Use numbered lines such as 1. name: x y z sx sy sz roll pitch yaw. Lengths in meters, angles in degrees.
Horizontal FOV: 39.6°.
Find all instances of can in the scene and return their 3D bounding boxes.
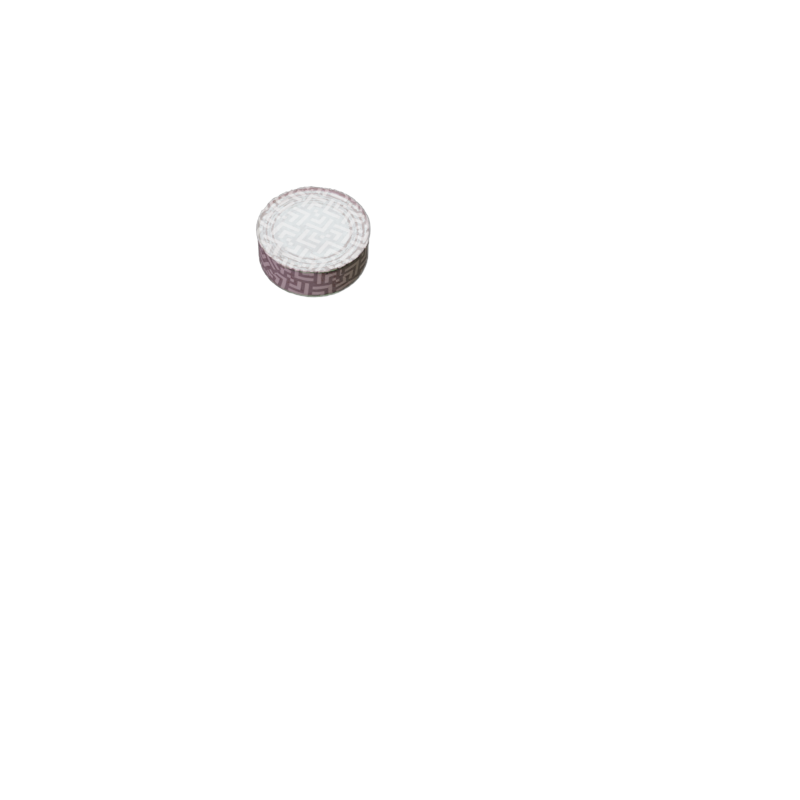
1. can: -0.066 -0.120 0.840 0.086 0.092 0.031 -1 -38 -1
